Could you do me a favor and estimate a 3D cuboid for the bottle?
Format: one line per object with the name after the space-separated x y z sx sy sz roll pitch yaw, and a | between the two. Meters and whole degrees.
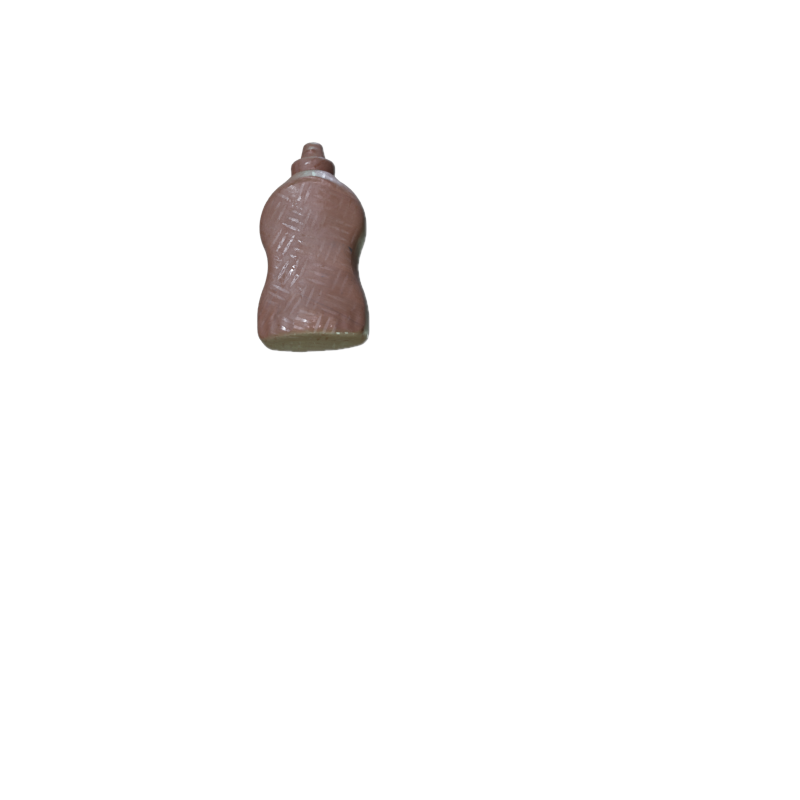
-0.078 -0.142 0.994 0.097 0.201 0.055 -5 -21 10 | bottle
